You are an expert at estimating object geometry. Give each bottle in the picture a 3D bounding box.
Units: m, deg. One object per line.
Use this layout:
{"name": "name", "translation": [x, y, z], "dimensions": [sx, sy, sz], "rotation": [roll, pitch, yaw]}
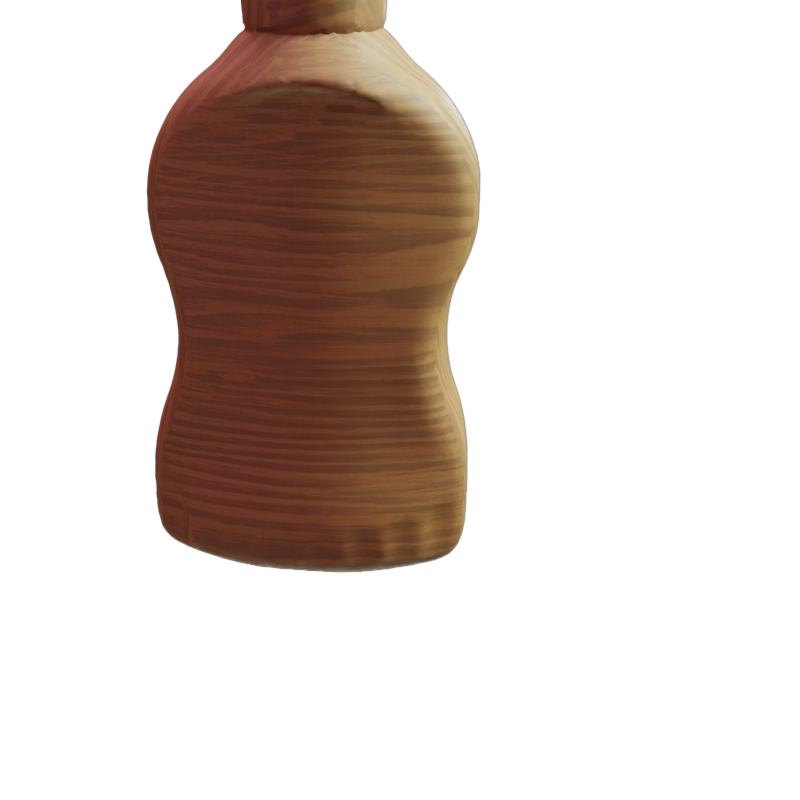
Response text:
{"name": "bottle", "translation": [-0.026, -0.047, 0.327], "dimensions": [0.097, 0.184, 0.060], "rotation": [3, 18, 7]}
